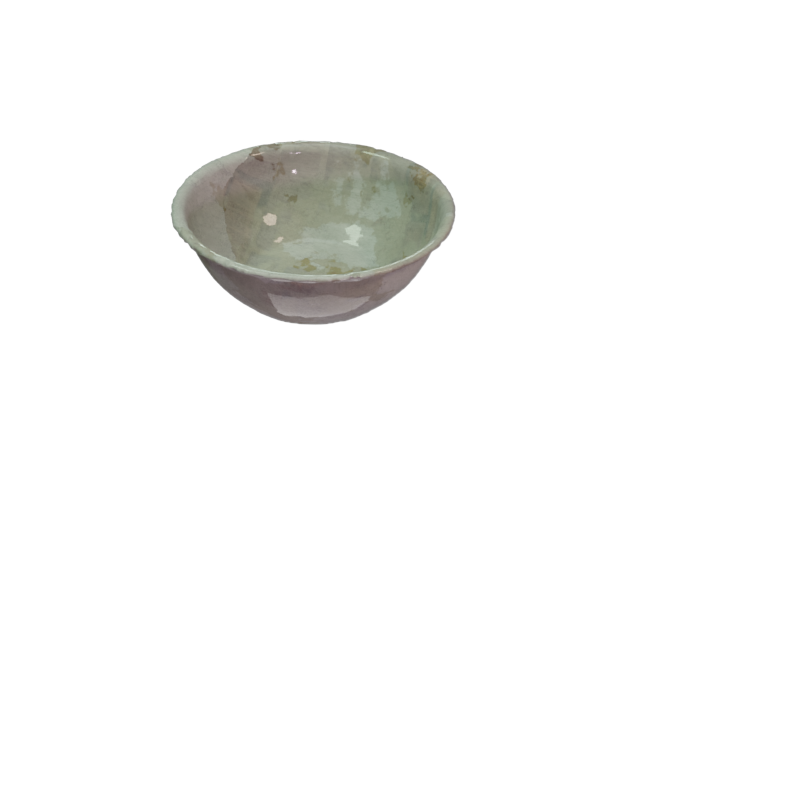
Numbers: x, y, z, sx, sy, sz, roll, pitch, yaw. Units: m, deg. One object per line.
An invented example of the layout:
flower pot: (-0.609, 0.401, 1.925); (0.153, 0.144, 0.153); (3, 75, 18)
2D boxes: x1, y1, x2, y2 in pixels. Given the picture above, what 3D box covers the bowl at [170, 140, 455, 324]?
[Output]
bowl: (-0.050, -0.092, 0.643); (0.162, 0.052, 0.173); (-1, 36, -2)
